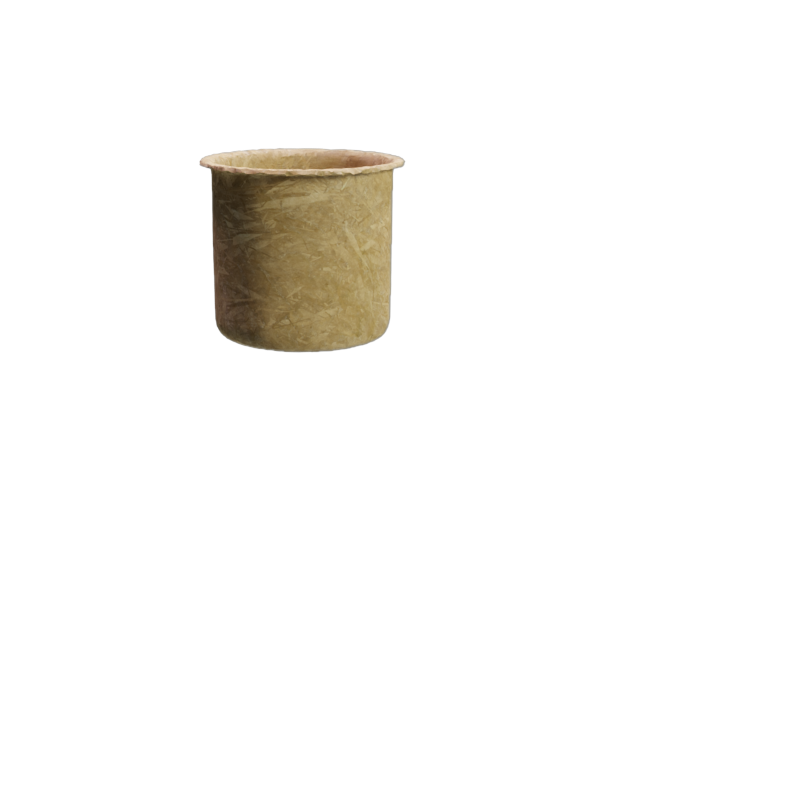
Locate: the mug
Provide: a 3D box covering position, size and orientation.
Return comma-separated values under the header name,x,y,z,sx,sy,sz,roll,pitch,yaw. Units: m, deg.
name,x,y,z,sx,sy,sz,roll,pitch,yaw
mug,-0.041,-0.074,0.520,0.096,0.079,0.117,6,17,20
